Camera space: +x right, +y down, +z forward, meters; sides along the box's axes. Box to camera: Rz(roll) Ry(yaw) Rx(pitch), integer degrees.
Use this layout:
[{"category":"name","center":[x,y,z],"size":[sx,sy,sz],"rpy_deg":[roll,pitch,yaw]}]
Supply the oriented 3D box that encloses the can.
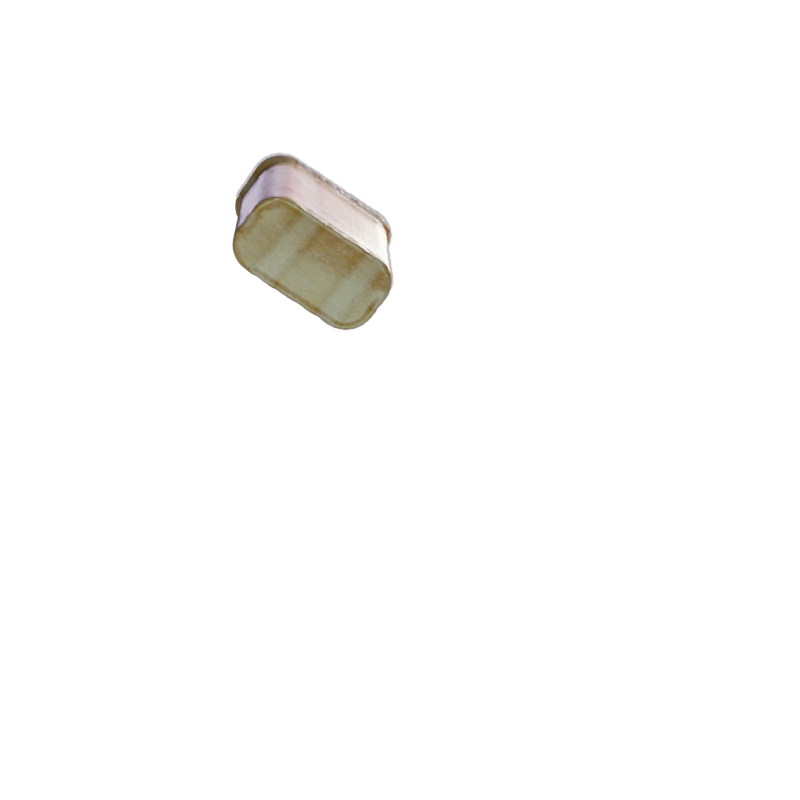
[{"category":"can","center":[-0.054,-0.098,0.686],"size":[0.099,0.056,0.088],"rpy_deg":[32,19,-14]}]
